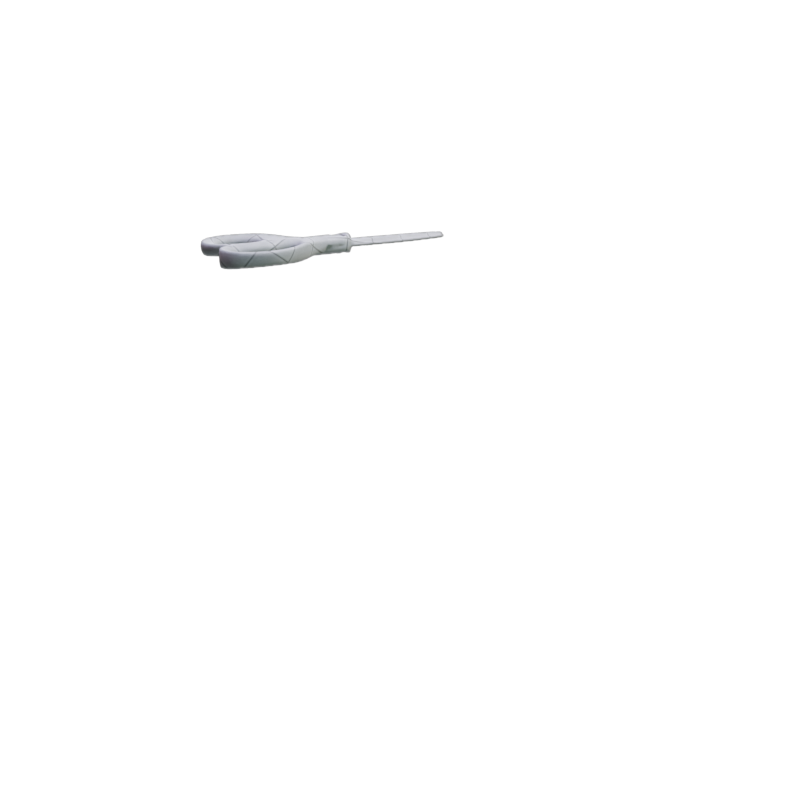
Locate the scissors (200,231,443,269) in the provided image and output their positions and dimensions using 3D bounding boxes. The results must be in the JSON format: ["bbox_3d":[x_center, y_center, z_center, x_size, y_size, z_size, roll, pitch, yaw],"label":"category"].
[{"bbox_3d":[-0.067,-0.122,0.855,0.101,0.015,0.197,15,22,41],"label":"scissors"}]
